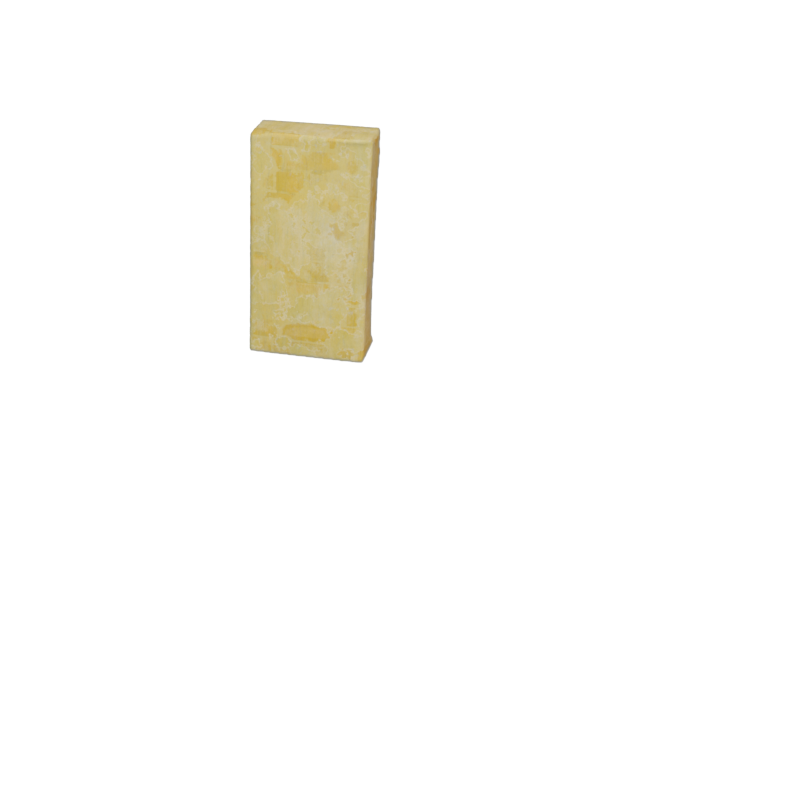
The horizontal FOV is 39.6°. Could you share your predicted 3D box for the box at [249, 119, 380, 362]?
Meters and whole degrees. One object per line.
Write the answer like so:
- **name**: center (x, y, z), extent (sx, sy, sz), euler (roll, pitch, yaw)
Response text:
- **box**: center (-0.066, -0.120, 0.838), extent (0.095, 0.167, 0.050), euler (6, 24, 10)
